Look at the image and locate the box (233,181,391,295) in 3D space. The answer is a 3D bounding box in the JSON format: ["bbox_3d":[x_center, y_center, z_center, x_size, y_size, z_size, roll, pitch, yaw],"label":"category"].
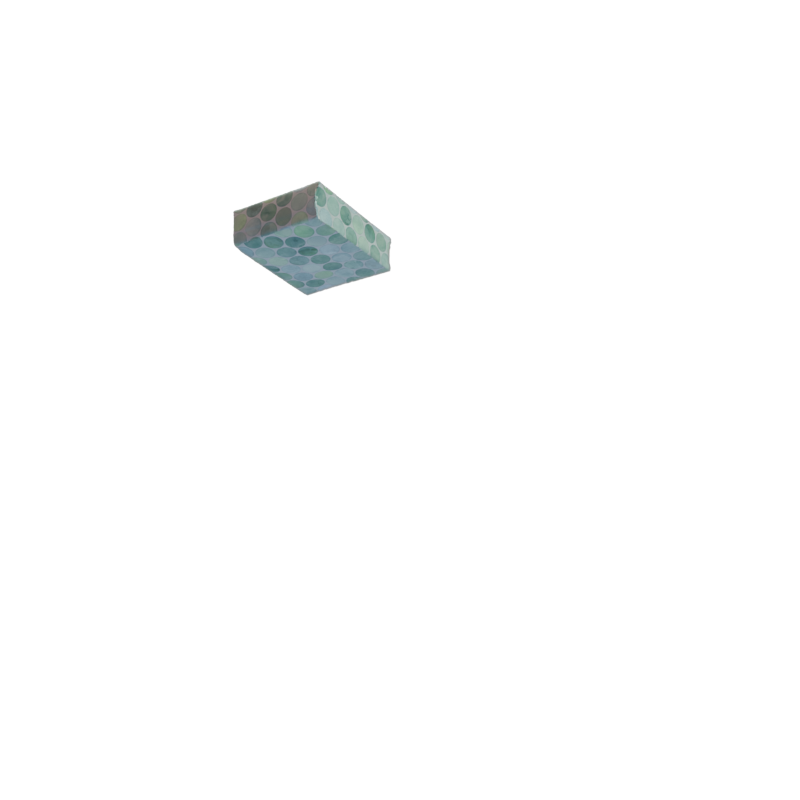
[{"bbox_3d":[-0.074,-0.134,0.939,0.091,0.041,0.106,-14,-26,30],"label":"box"}]
